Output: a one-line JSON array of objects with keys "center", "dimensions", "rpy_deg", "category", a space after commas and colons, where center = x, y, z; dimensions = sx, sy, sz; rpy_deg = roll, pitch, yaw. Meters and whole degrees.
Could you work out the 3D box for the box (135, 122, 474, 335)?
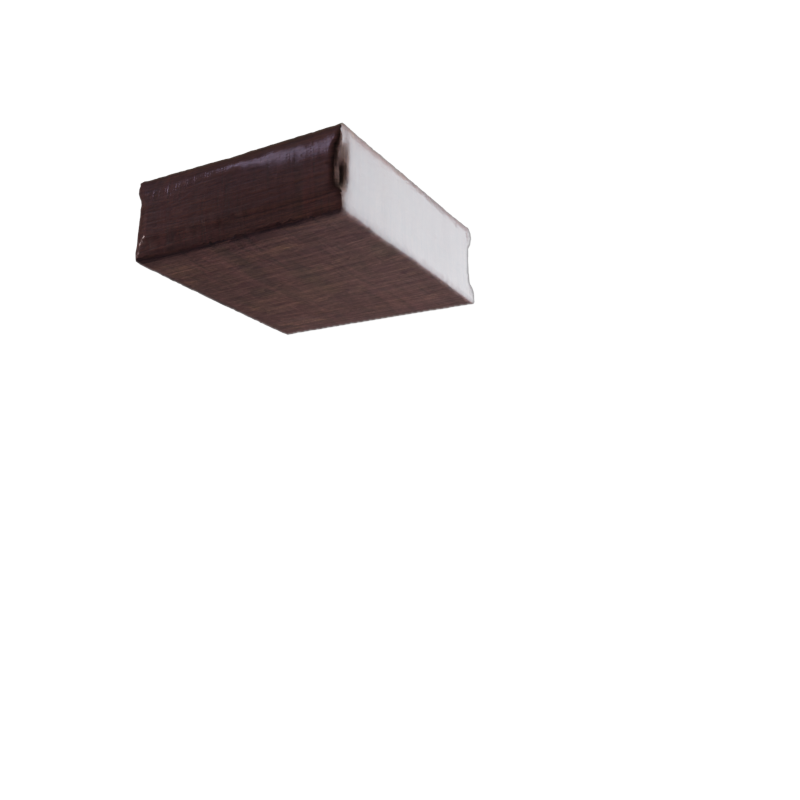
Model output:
[{"center": [-0.027, -0.050, 0.351], "dimensions": [0.075, 0.032, 0.084], "rpy_deg": [-9, -18, 28], "category": "box"}]
